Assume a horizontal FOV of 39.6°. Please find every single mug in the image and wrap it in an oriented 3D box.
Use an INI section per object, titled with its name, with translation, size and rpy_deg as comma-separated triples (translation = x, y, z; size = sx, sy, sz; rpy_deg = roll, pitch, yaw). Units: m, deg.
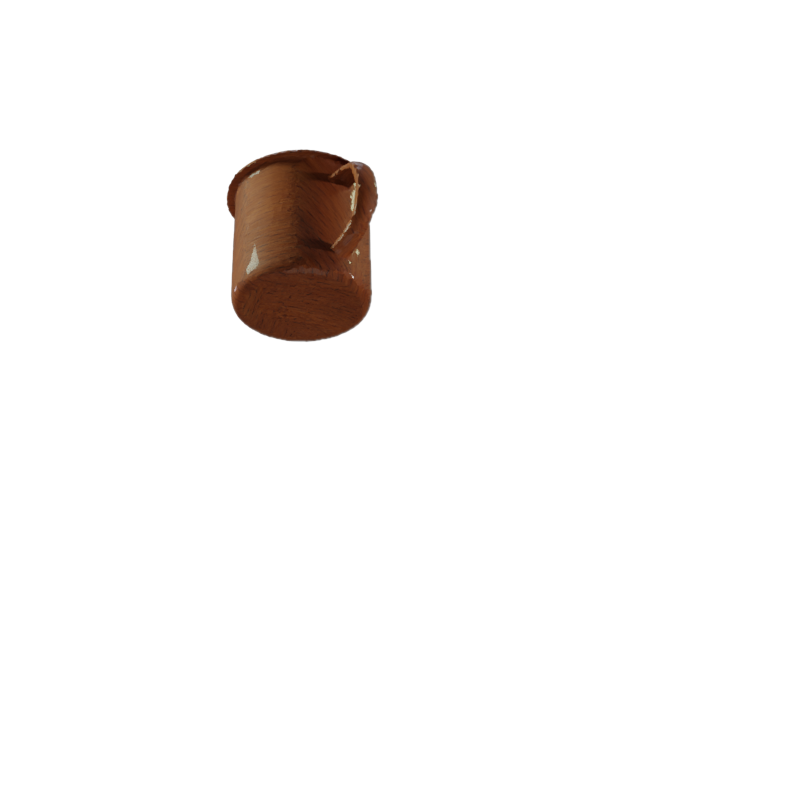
[mug]
translation = -0.051, -0.093, 0.651
size = 0.088, 0.087, 0.116
rpy_deg = 22, -39, -32
